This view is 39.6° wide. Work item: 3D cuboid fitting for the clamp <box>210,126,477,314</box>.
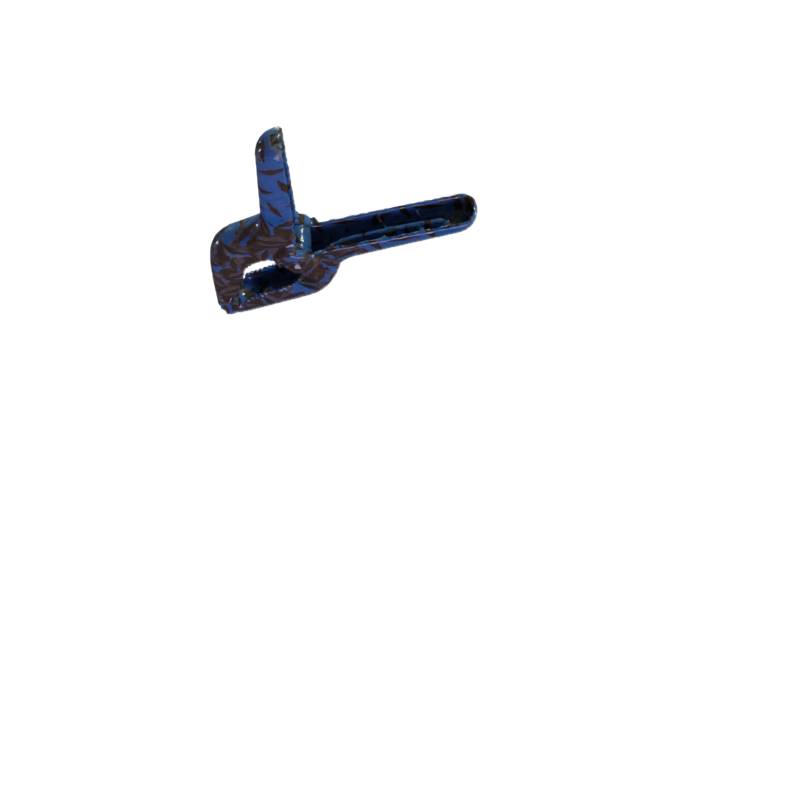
[{"bbox_3d":[-0.060,-0.110,0.769,0.158,0.039,0.206,13,-27,-26],"label":"clamp"}]
